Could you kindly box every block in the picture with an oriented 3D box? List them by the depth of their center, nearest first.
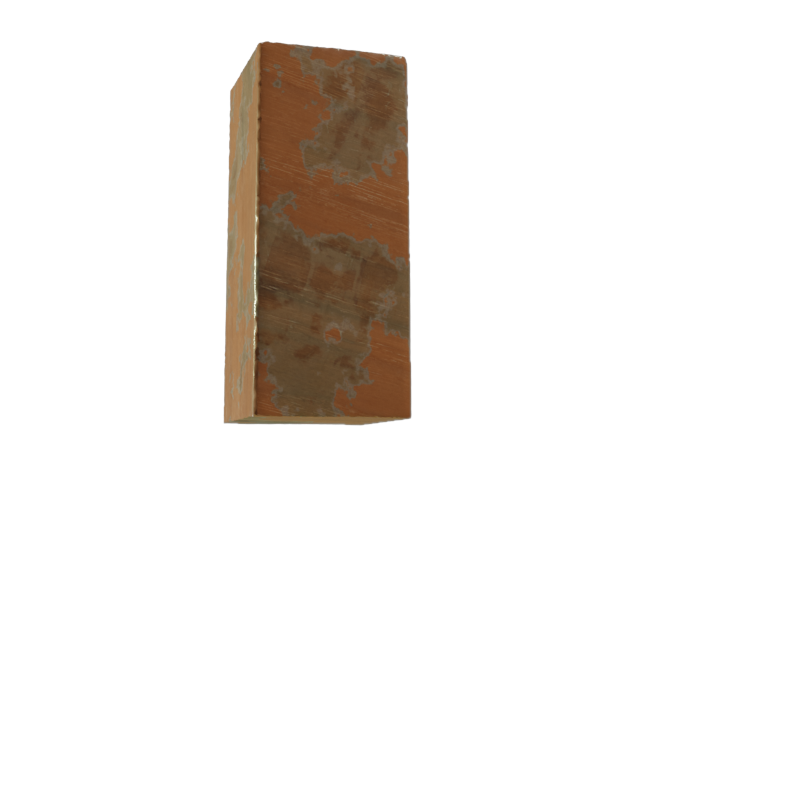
[{"bbox_3d":[-0.050,-0.092,0.644,0.088,0.212,0.090,3,-11,-18],"label":"block"}]
